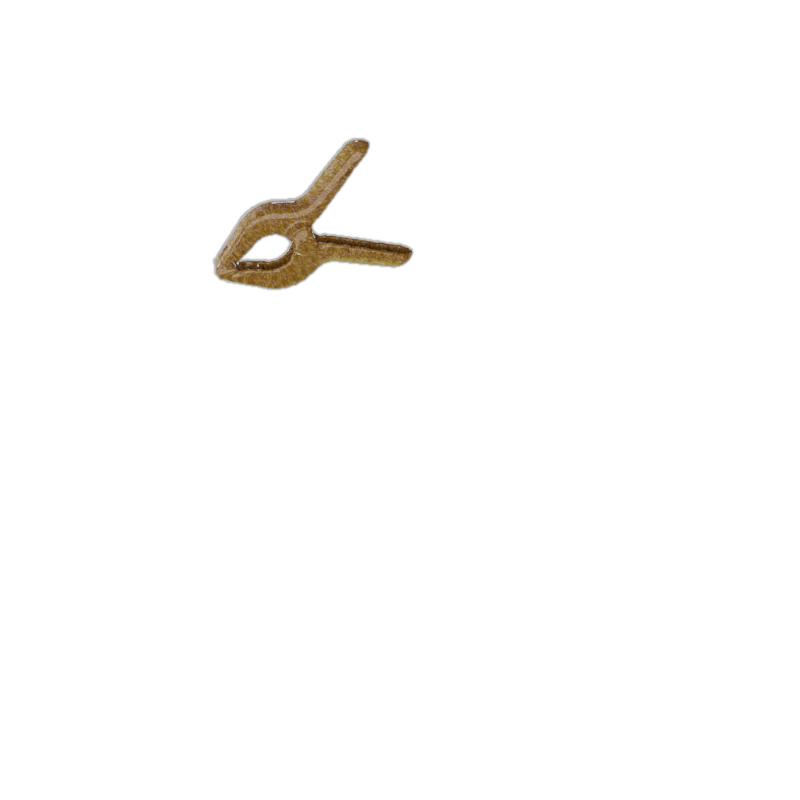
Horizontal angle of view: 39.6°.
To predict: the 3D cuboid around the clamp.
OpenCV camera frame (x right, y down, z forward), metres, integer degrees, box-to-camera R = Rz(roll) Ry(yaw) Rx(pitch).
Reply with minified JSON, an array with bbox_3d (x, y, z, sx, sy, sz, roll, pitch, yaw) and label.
[{"bbox_3d":[-0.076,-0.138,0.967,0.171,0.116,0.041,-29,14,8],"label":"clamp"}]
